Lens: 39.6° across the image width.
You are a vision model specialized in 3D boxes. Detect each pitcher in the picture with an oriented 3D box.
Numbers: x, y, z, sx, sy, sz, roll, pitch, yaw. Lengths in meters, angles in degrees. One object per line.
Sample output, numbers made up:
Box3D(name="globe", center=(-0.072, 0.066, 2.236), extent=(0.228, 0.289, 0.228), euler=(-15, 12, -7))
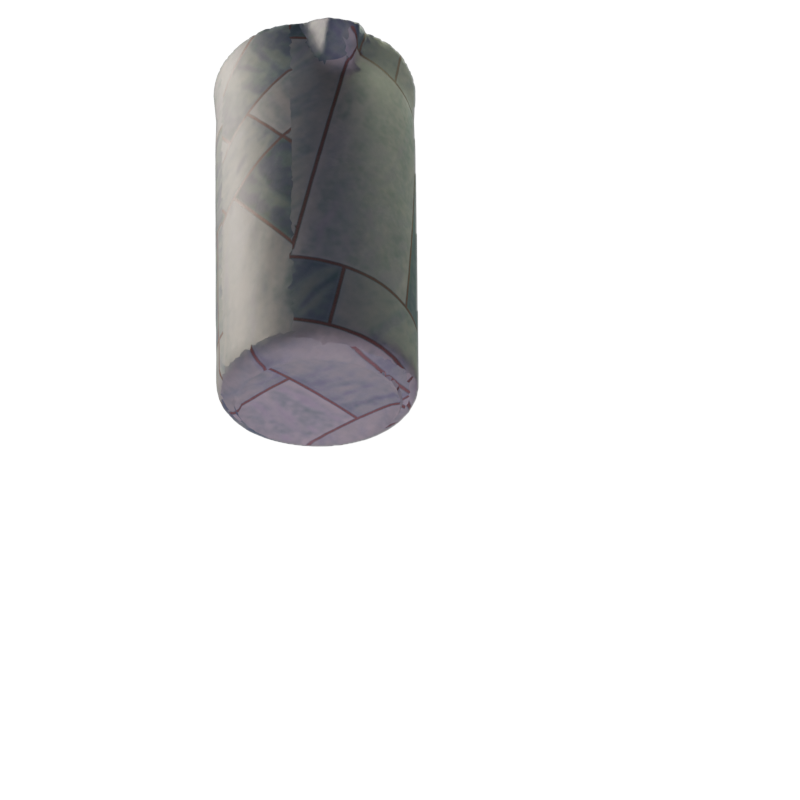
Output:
Box3D(name="pitcher", center=(-0.052, -0.095, 0.668), extent=(0.146, 0.260, 0.138), euler=(-20, -40, 23))
